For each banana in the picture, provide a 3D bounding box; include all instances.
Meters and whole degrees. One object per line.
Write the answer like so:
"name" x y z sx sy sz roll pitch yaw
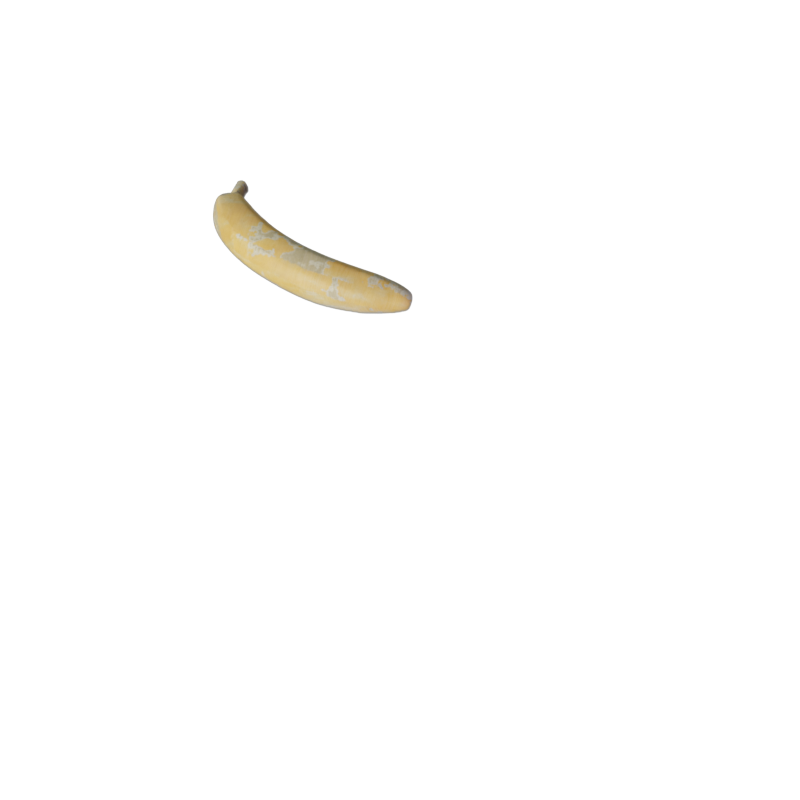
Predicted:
"banana" -0.082 -0.114 0.849 0.070 0.034 0.211 -35 57 -28
